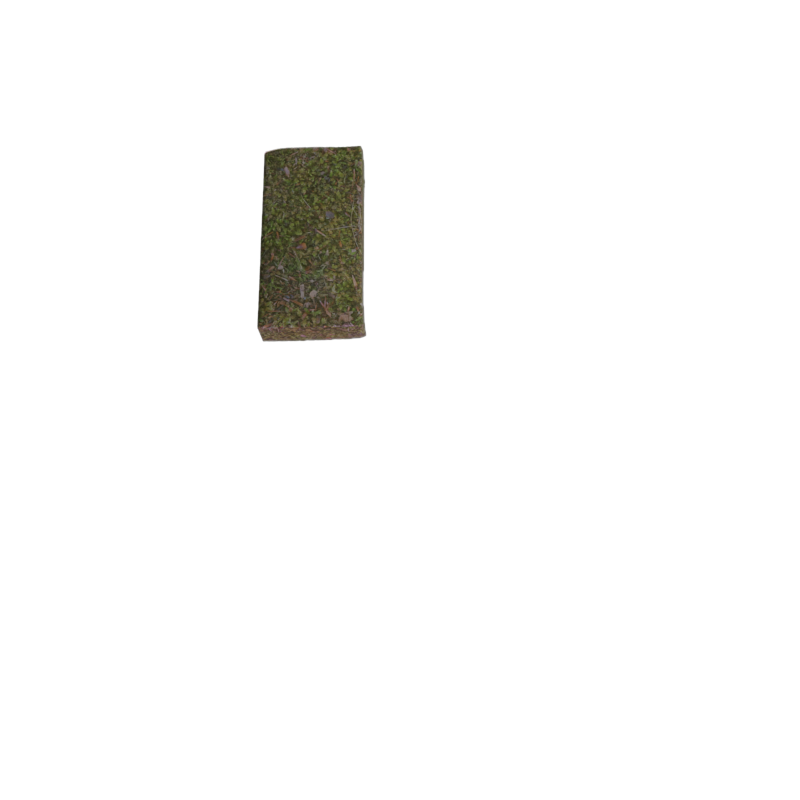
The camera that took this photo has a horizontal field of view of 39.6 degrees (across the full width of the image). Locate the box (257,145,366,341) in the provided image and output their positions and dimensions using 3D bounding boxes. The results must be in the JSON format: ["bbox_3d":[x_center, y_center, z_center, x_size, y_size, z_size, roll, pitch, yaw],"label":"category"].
[{"bbox_3d":[-0.078,-0.142,0.994,0.094,0.185,0.045,-3,-21,4],"label":"box"}]
